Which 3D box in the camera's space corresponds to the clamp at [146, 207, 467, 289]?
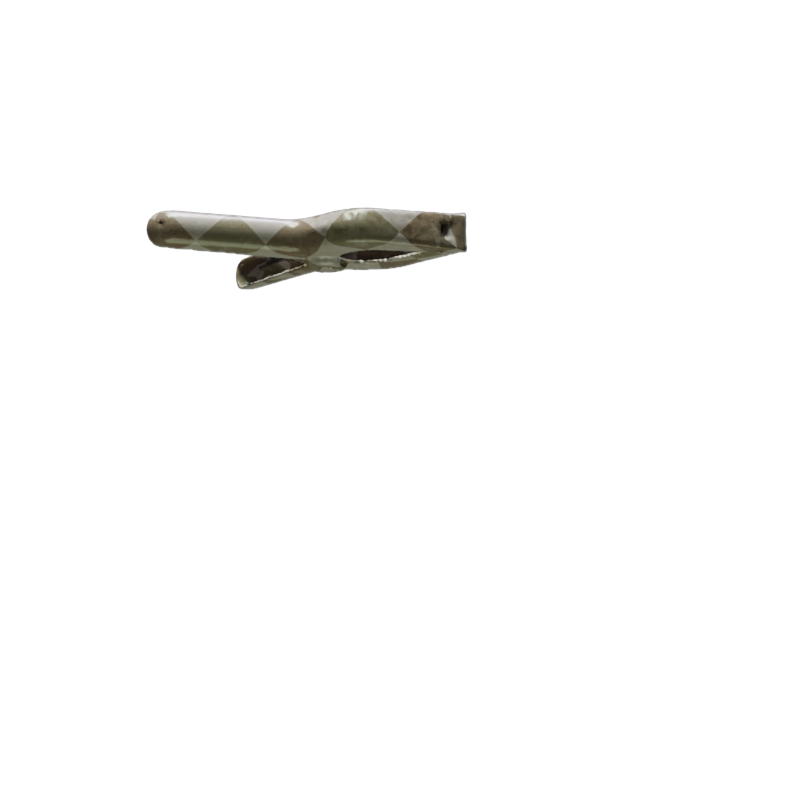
[{"bbox_3d":[-0.061,-0.111,0.776,0.215,0.037,0.157,-3,-6,24],"label":"clamp"}]
